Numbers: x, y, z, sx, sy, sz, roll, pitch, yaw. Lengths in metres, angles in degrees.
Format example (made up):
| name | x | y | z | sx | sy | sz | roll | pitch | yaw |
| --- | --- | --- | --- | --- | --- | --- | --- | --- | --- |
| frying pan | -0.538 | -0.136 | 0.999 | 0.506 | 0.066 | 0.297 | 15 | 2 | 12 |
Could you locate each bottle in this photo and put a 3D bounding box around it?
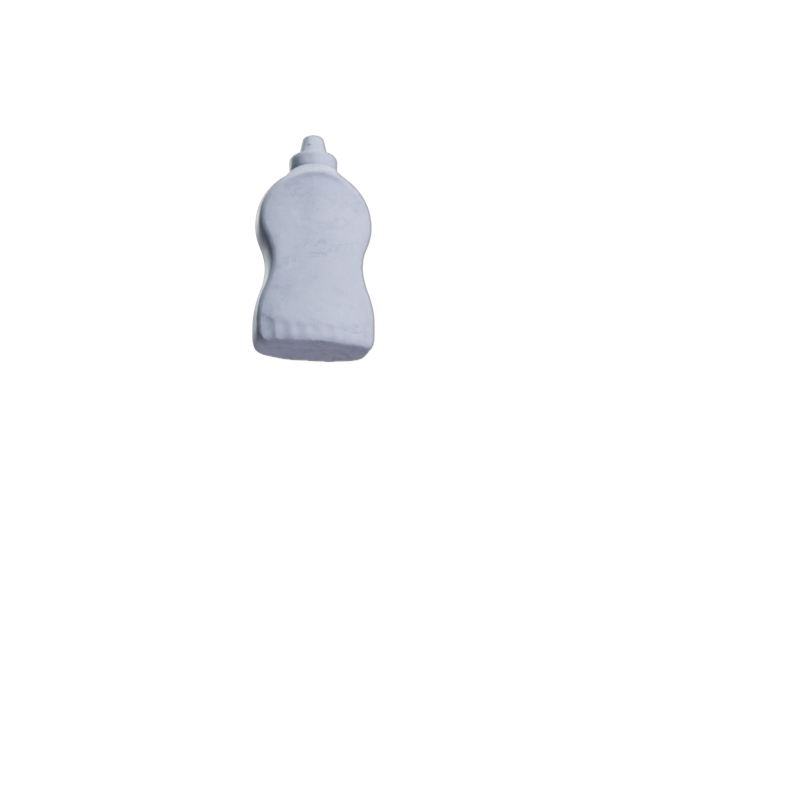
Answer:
| name | x | y | z | sx | sy | sz | roll | pitch | yaw |
| --- | --- | --- | --- | --- | --- | --- | --- | --- | --- |
| bottle | -0.072 | -0.130 | 0.914 | 0.095 | 0.201 | 0.056 | 3 | -22 | -11 |
